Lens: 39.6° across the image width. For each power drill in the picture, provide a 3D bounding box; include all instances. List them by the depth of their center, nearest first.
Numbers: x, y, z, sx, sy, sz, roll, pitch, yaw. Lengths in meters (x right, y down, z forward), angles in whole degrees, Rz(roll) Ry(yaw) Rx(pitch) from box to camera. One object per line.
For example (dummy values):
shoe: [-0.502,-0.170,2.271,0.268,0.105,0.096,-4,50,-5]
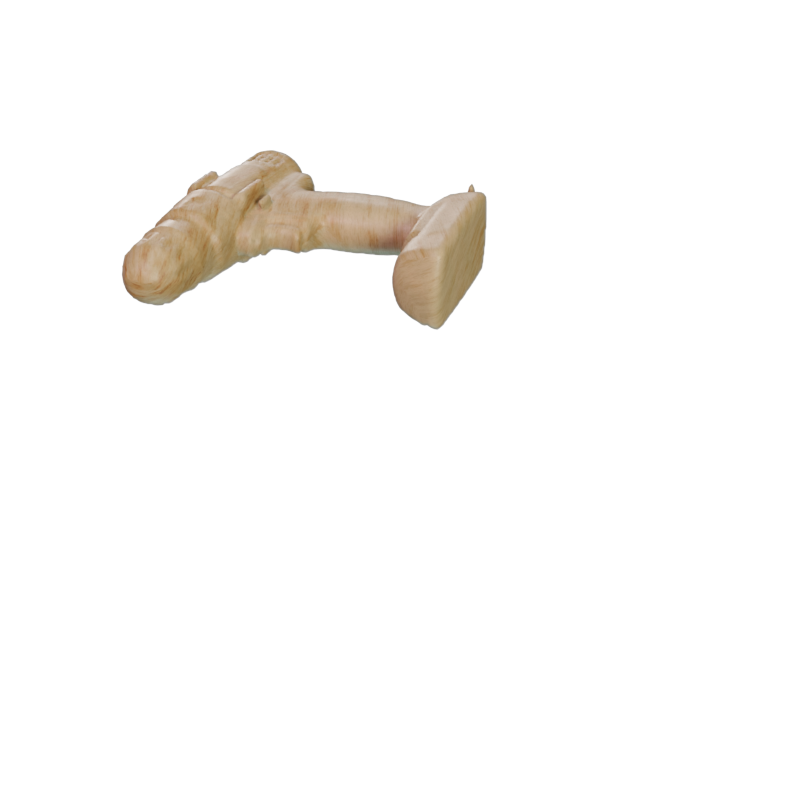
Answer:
power drill: [-0.053,-0.096,0.676,0.194,0.054,0.189,13,35,19]
